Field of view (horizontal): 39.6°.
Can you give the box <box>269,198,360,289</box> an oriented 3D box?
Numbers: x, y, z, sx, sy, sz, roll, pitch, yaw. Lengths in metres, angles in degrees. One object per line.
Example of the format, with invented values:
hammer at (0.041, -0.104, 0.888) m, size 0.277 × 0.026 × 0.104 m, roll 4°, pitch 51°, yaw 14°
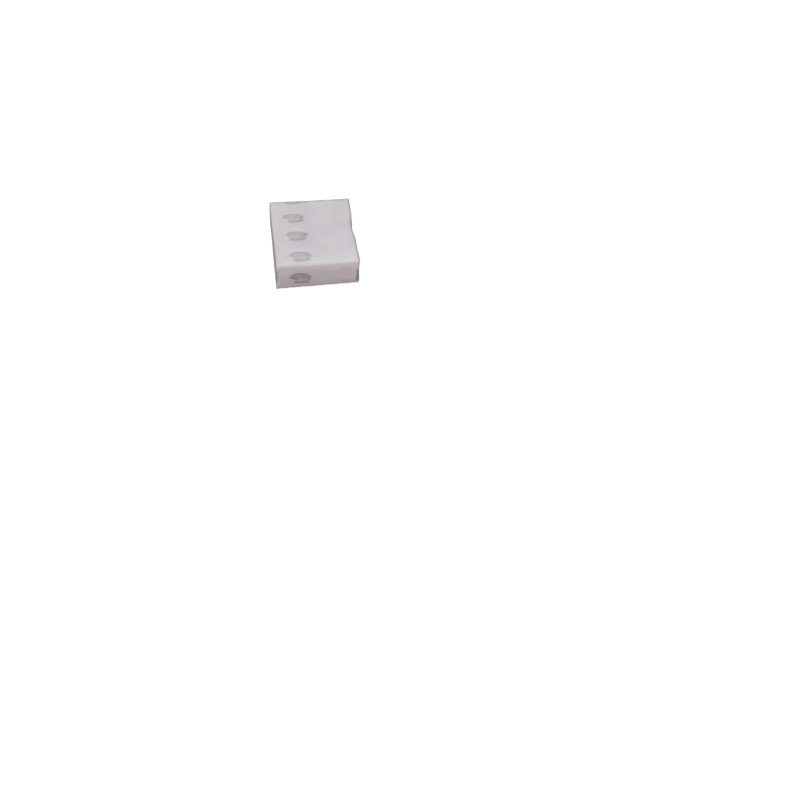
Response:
box at (-0.077, -0.140, 0.980) m, size 0.073 × 0.096 × 0.028 m, roll -5°, pitch -44°, yaw -5°
